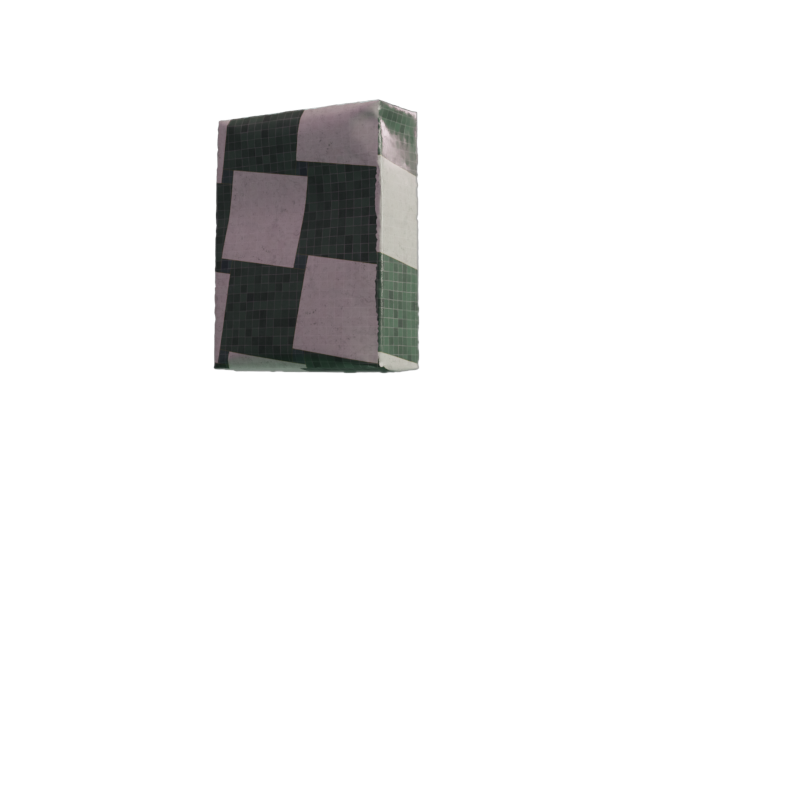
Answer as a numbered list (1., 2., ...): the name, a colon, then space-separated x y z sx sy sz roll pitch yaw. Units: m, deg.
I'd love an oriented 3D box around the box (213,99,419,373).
1. box: -0.072 -0.131 0.914 0.169 0.216 0.069 -2 -5 31
